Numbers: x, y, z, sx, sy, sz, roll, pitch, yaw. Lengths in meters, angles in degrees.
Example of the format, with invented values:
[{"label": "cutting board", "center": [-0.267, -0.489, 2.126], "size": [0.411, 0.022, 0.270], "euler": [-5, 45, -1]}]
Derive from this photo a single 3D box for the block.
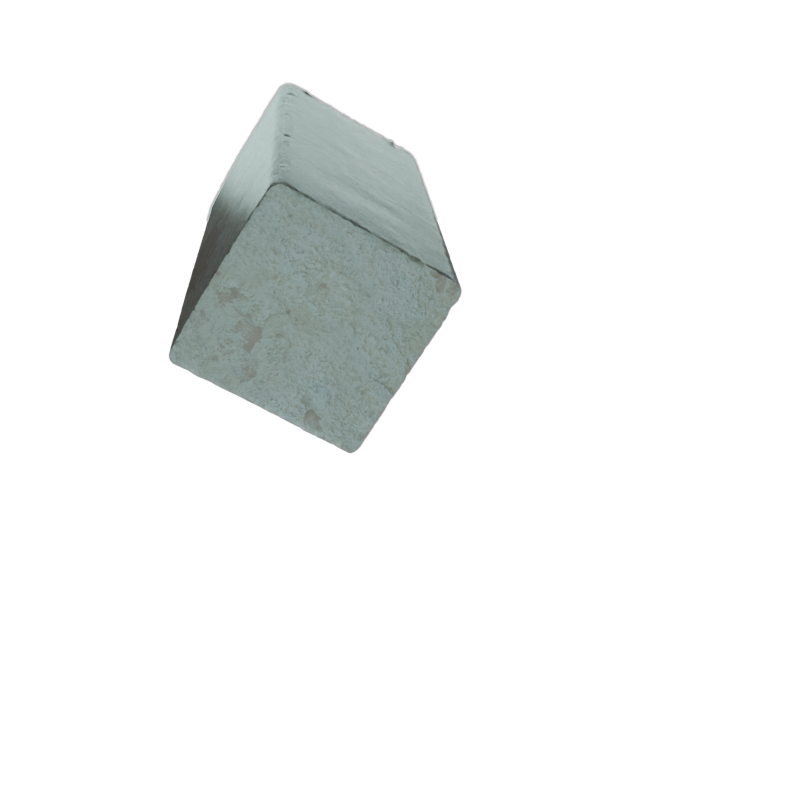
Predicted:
[{"label": "block", "center": [-0.042, -0.078, 0.540], "size": [0.088, 0.088, 0.217], "euler": [28, 20, -15]}]
